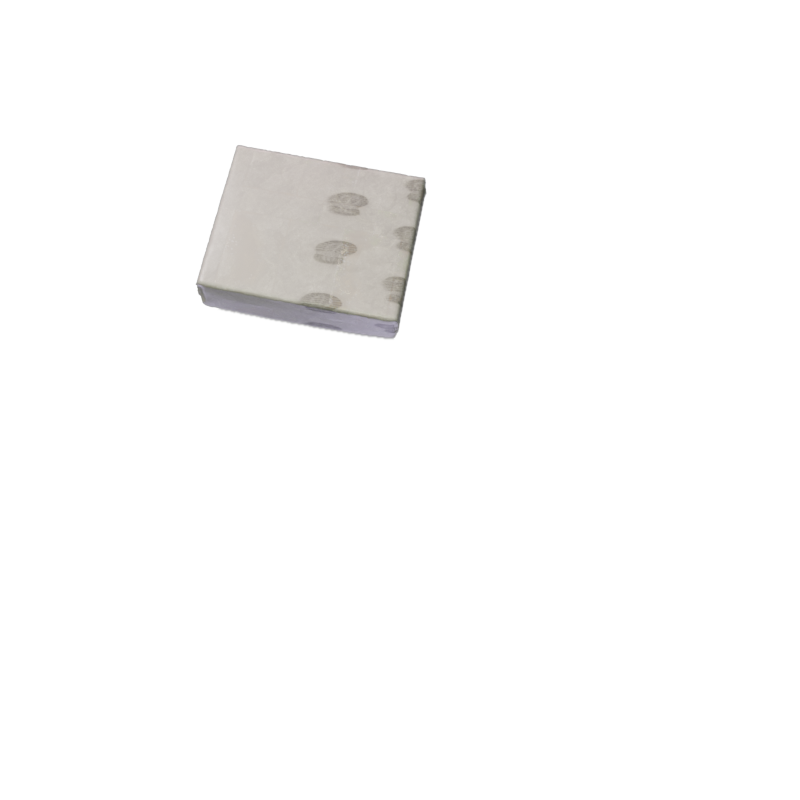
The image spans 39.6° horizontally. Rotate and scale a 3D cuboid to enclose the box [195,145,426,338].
[{"bbox_3d":[-0.049,-0.089,0.621,0.114,0.094,0.037,11,-23,4],"label":"box"}]
